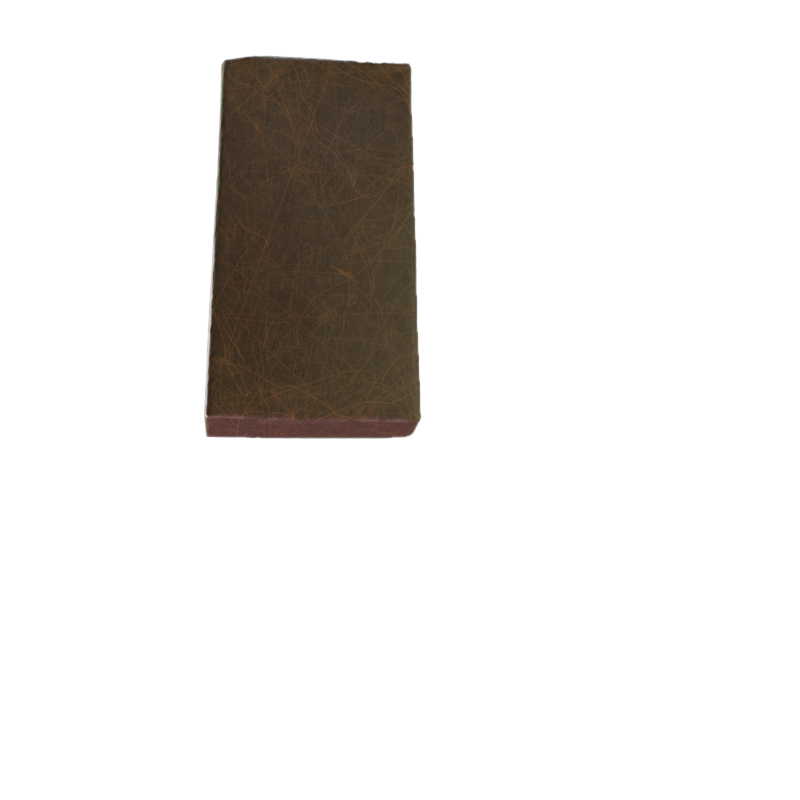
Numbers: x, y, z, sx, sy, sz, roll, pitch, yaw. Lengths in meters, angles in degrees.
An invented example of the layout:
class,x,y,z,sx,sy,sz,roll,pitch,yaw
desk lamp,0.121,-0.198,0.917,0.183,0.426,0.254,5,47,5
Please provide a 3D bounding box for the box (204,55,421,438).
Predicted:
class,x,y,z,sx,sy,sz,roll,pitch,yaw
box,-0.040,-0.073,0.508,0.093,0.185,0.046,0,-20,-5
